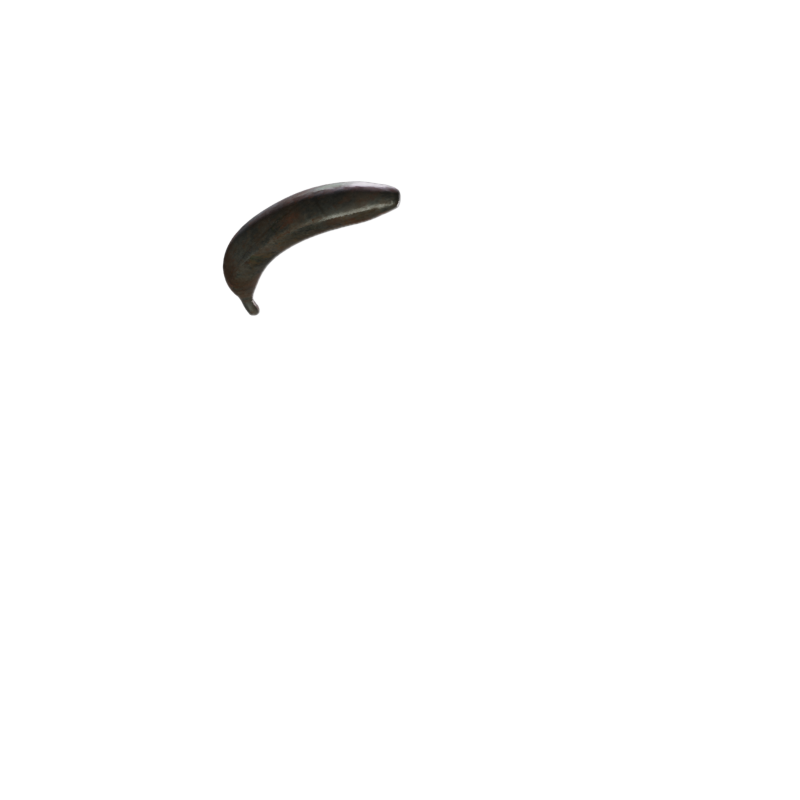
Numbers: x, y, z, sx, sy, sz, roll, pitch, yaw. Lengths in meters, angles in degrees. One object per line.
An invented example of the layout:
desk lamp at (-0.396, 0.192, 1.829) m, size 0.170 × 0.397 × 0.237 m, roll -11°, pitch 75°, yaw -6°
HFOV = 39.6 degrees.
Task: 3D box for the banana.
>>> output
banana at (-0.087, -0.134, 0.902) m, size 0.065 × 0.039 × 0.196 m, roll 25°, pitch -39°, yaw -35°
